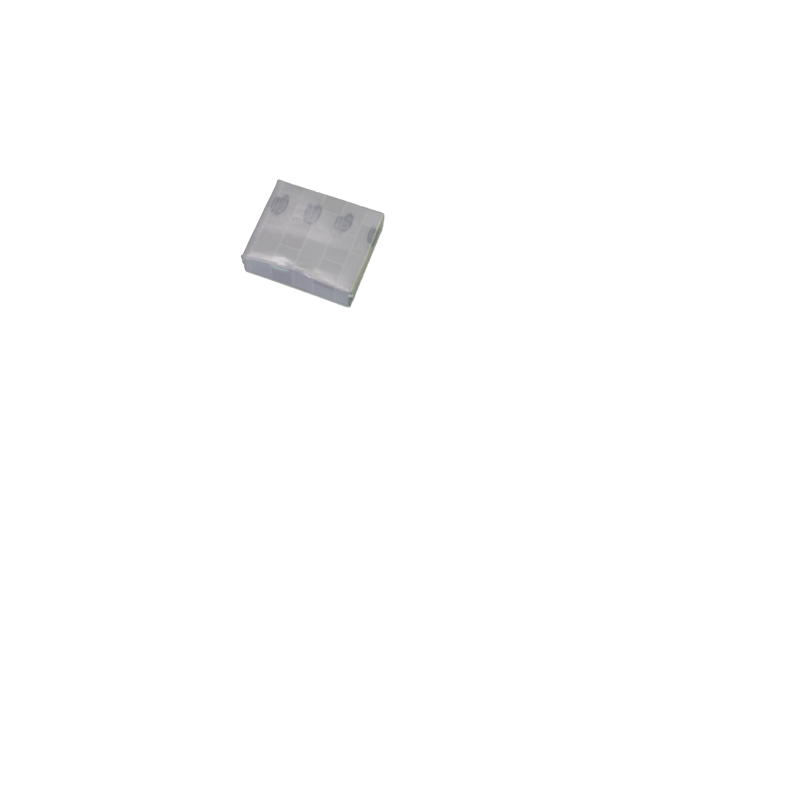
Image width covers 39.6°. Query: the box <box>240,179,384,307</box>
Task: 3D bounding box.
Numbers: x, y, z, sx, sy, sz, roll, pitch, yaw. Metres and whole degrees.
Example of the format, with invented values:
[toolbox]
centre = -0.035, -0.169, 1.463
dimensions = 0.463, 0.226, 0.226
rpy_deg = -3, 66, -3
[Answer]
[box]
centre = -0.066, -0.120, 0.838
dimensions = 0.091, 0.076, 0.028
rpy_deg = 19, -25, 9
